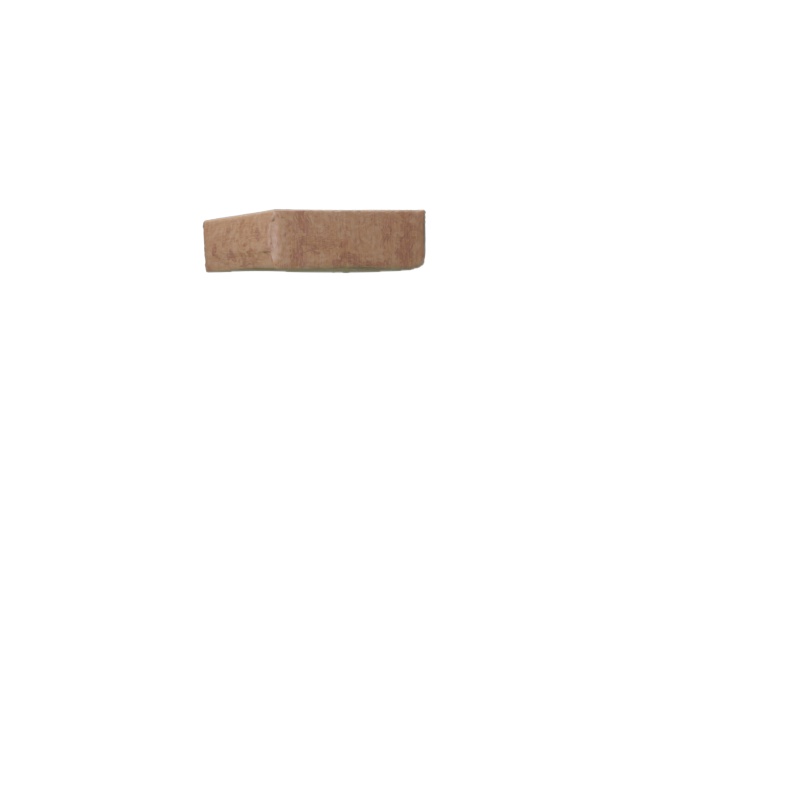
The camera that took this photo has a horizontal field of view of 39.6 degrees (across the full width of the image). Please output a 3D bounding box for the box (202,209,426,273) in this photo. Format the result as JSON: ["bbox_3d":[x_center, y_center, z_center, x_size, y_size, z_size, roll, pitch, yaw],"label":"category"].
[{"bbox_3d":[-0.054,-0.099,0.691,0.109,0.039,0.093,-3,5,-34],"label":"box"}]
